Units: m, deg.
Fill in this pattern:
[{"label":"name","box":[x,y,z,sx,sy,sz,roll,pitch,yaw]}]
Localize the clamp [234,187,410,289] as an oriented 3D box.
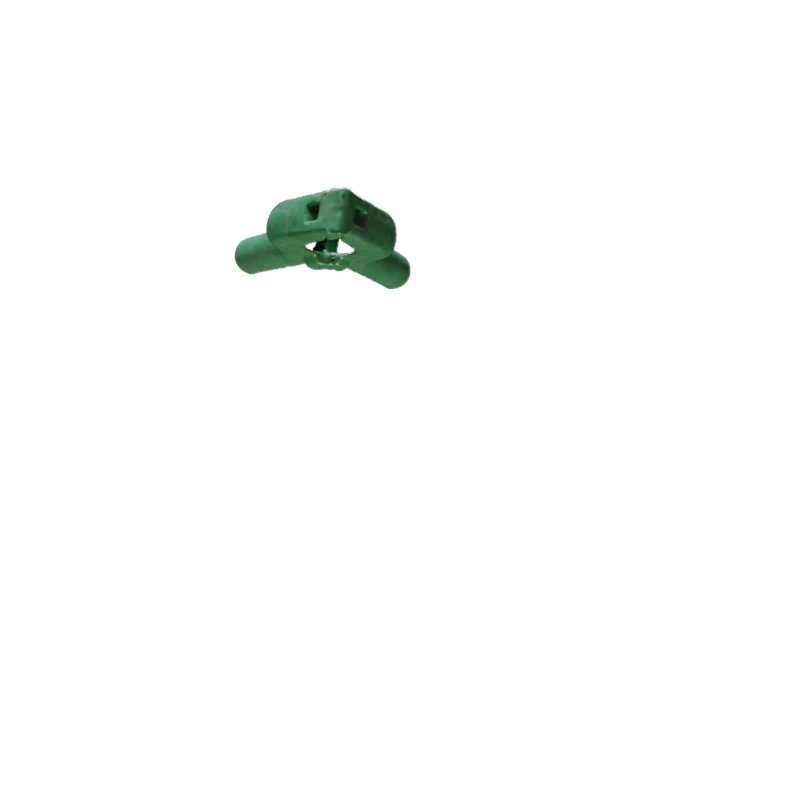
[{"label":"clamp","box":[-0.055,-0.100,0.702,0.121,0.040,0.166,-1,-8,3]}]
